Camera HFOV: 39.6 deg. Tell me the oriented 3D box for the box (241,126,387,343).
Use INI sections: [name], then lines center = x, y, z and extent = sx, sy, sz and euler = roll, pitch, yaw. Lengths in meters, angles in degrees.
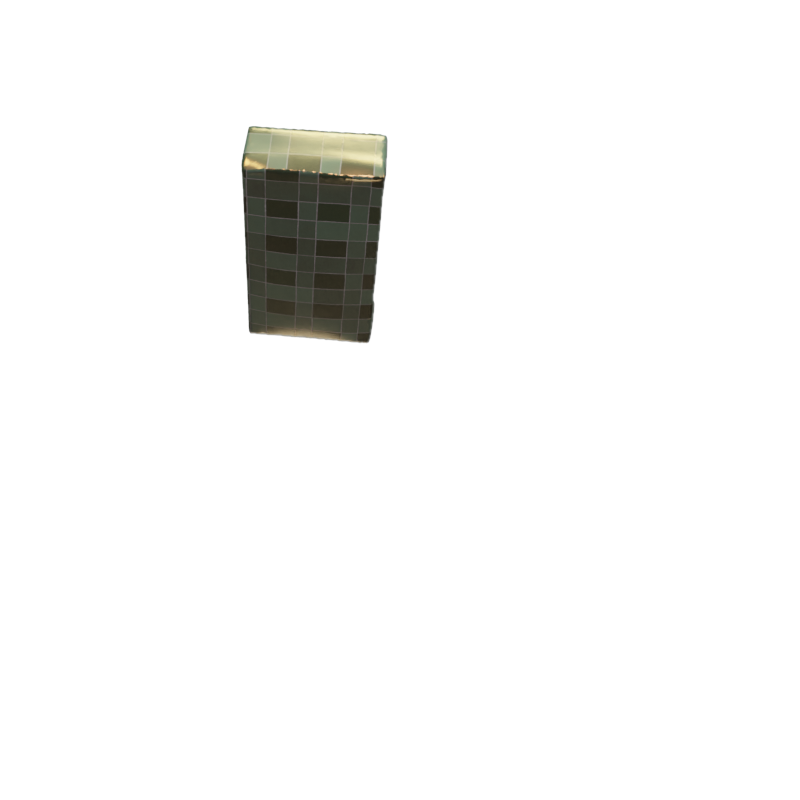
[box]
center = -0.060, -0.109, 0.766
extent = 0.093, 0.051, 0.165
euler = 5, -34, 0
